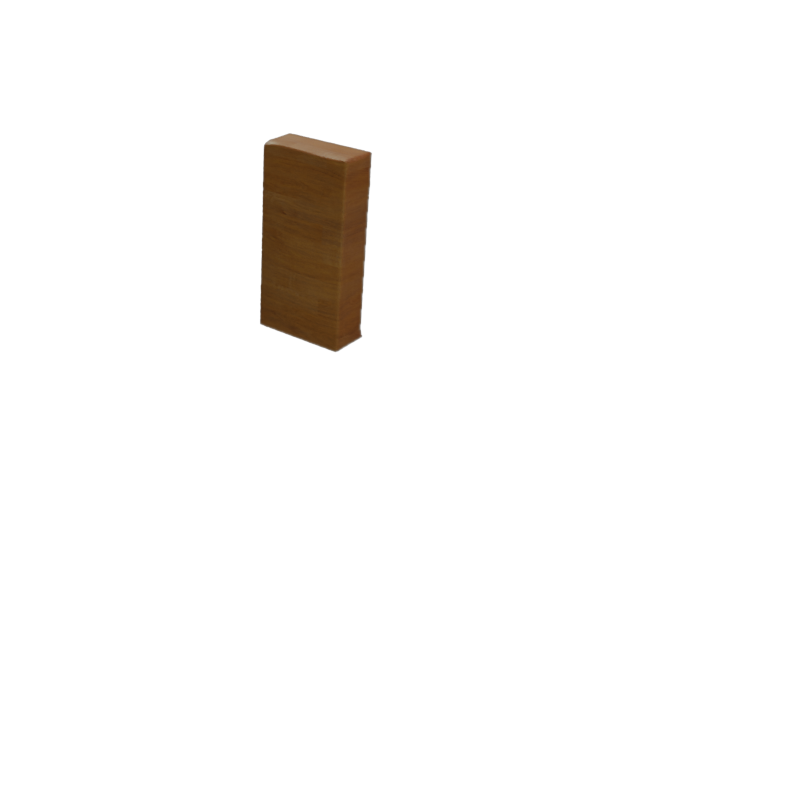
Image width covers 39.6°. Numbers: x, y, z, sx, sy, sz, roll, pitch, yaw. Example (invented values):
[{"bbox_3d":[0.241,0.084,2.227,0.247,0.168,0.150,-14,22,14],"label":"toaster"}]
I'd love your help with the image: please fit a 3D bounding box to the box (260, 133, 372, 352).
[{"bbox_3d":[-0.077,-0.140,0.980,0.098,0.168,0.048,18,28,32],"label":"box"}]
